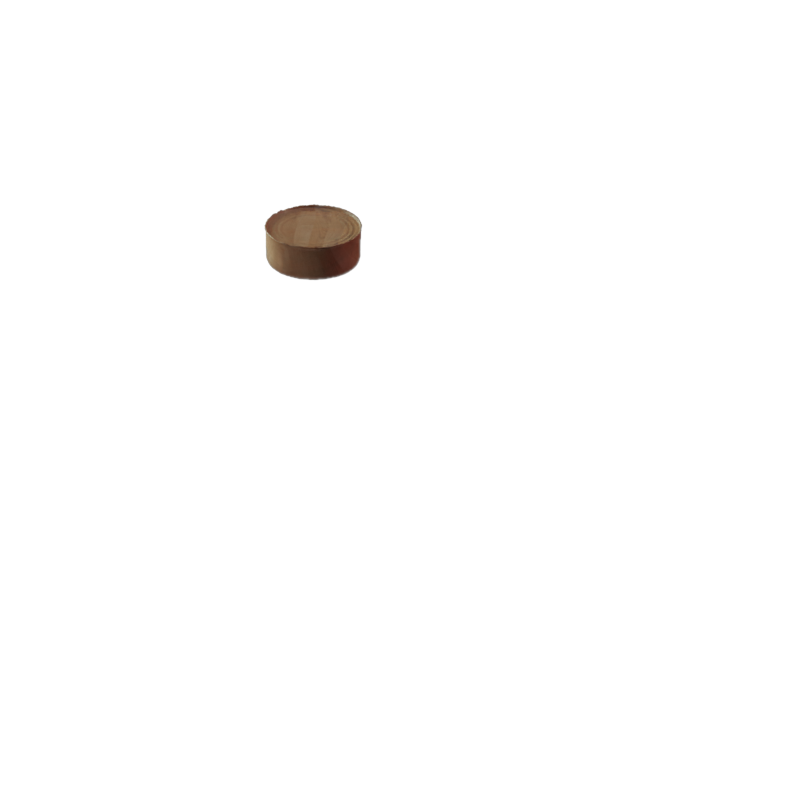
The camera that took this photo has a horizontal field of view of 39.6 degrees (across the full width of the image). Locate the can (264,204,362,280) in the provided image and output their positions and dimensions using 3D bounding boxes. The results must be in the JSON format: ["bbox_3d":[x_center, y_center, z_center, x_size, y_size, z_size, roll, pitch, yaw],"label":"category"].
[{"bbox_3d":[-0.077,-0.140,0.982,0.086,0.032,0.091,-1,33,-2],"label":"can"}]
